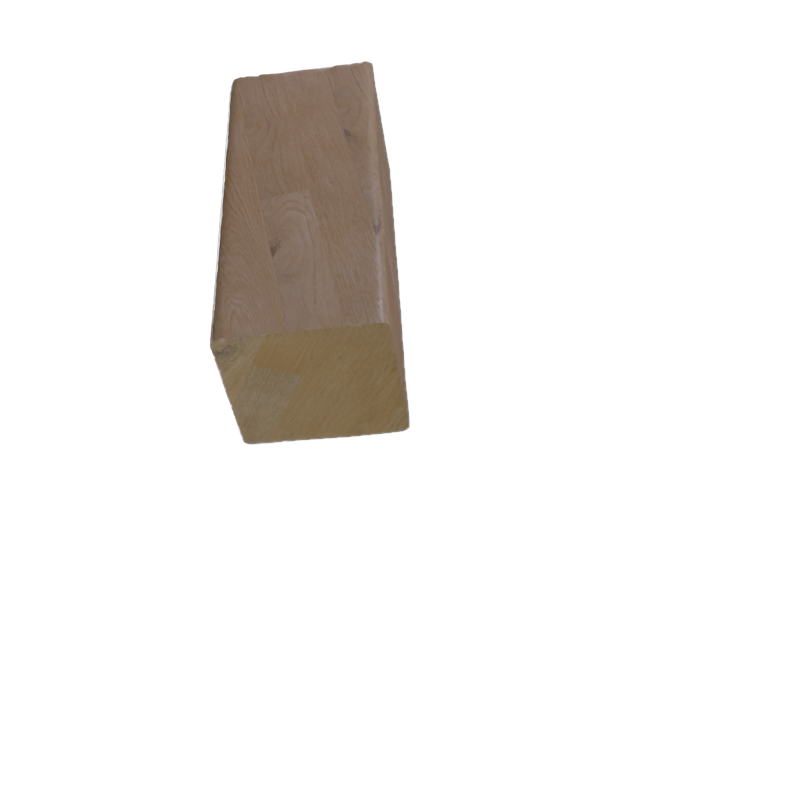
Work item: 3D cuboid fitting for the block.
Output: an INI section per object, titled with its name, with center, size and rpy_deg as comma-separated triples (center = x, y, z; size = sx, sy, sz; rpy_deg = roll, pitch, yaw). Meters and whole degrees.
[block]
center = -0.049, -0.089, 0.624
size = 0.091, 0.221, 0.084
rpy_deg = -7, -41, 4
